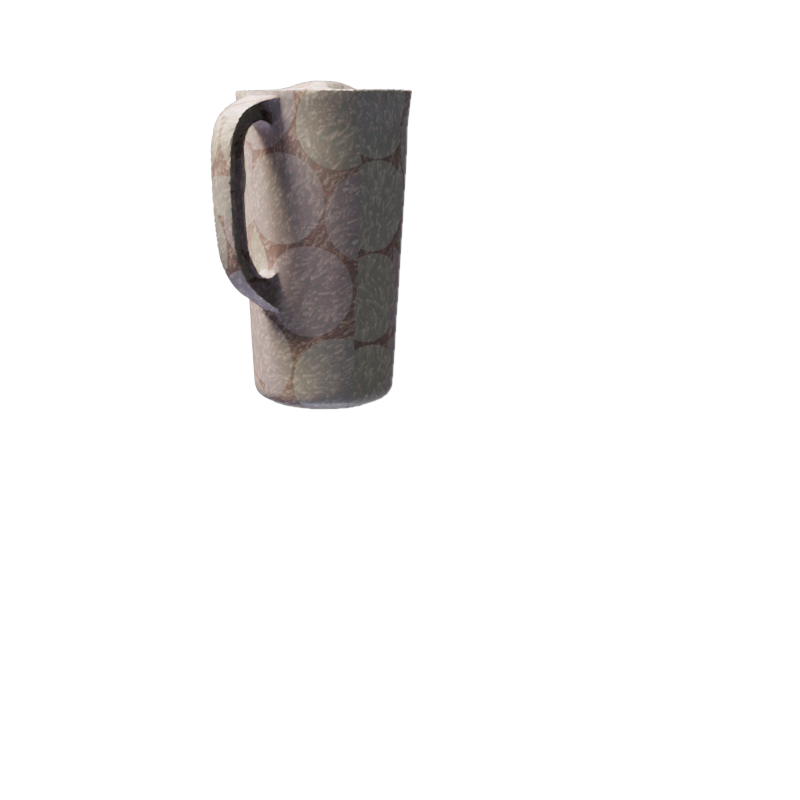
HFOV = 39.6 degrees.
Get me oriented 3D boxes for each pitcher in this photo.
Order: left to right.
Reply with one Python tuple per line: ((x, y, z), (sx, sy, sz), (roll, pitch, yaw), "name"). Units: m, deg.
((-0.066, -0.121, 0.844), (0.148, 0.239, 0.149), (0, 8, -5), "pitcher")
